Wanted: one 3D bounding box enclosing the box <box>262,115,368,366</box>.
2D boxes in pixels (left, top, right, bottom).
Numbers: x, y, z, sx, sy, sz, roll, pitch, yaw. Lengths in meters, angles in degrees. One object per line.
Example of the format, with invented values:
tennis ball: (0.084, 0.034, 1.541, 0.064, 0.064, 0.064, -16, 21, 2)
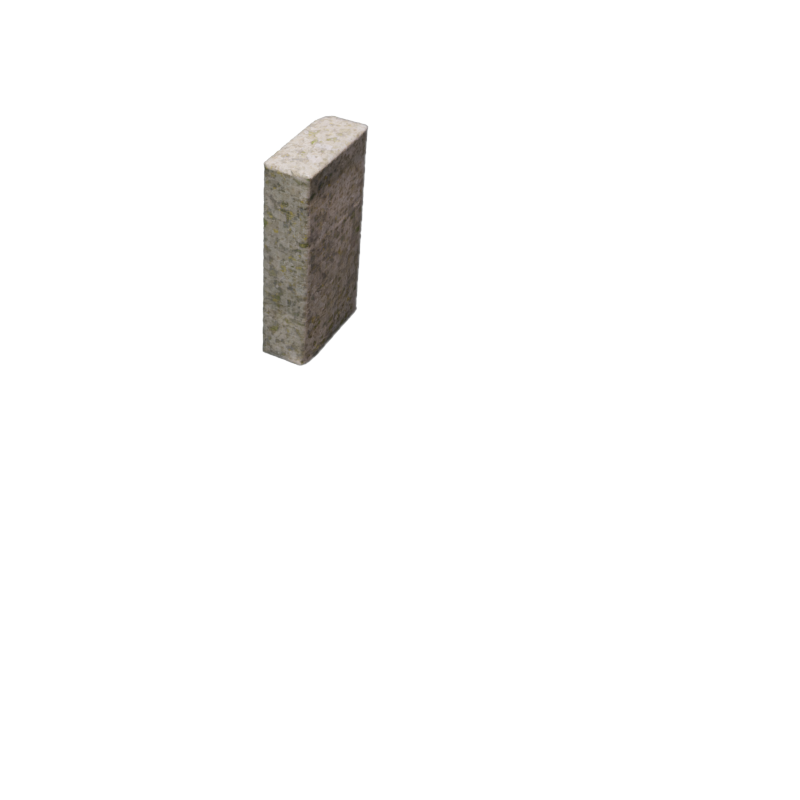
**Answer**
box: (-0.067, -0.122, 0.856, 0.050, 0.165, 0.096, 17, 38, 20)
